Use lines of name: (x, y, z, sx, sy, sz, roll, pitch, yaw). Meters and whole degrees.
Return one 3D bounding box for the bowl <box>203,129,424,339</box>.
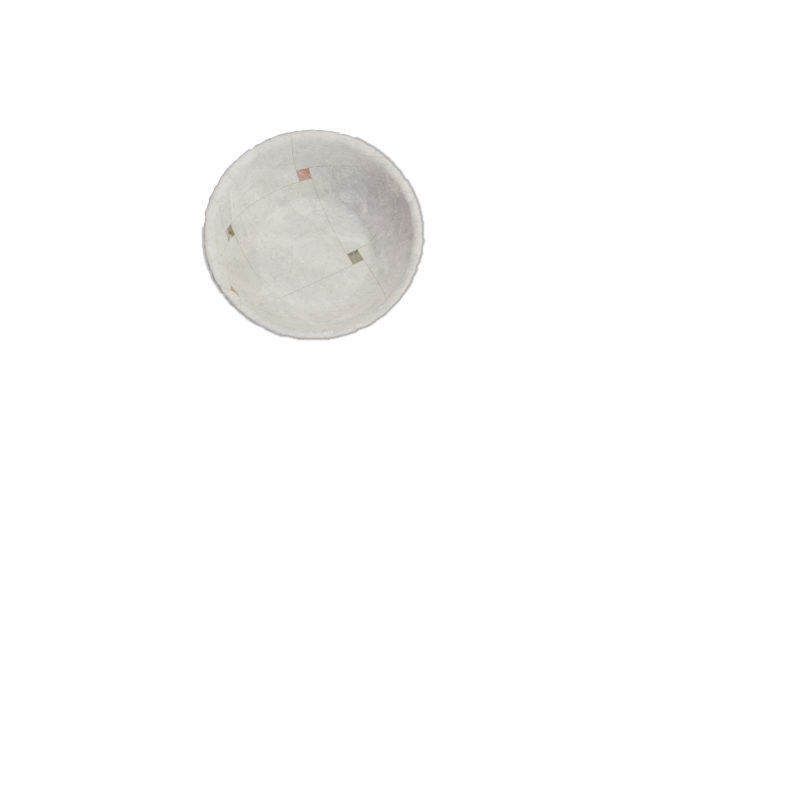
bowl: (-0.065, -0.119, 0.834, 0.162, 0.168, 0.053, -1, -16, -1)
